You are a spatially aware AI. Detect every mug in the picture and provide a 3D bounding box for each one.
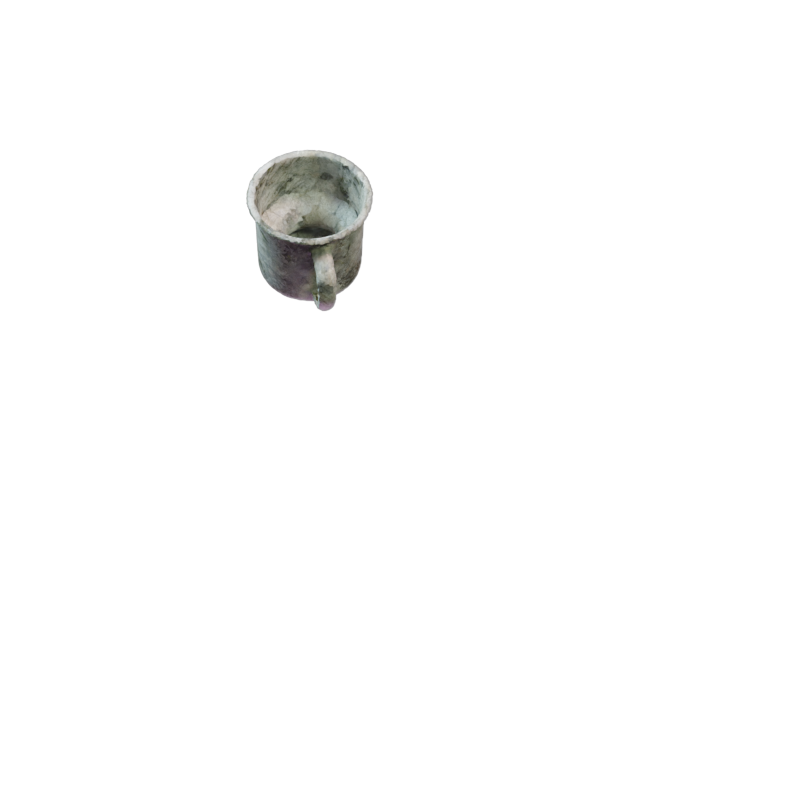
[{"bbox_3d":[-0.066,-0.119,0.837,0.092,0.126,0.076,-12,-35,-10],"label":"mug"}]
